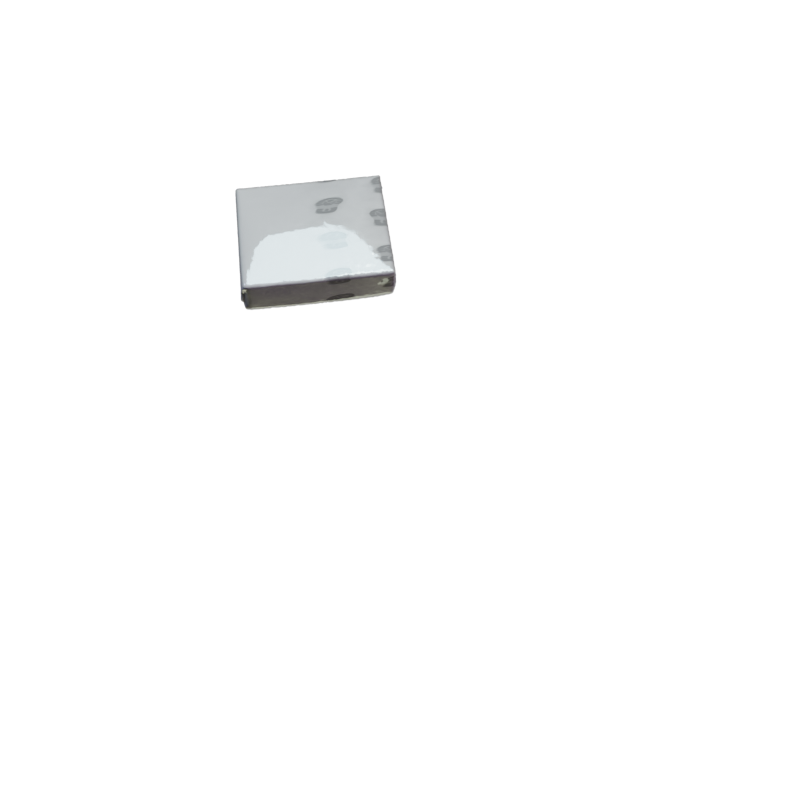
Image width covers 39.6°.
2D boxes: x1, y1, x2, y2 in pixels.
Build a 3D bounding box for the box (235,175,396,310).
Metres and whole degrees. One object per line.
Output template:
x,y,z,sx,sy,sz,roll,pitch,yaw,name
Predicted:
-0.064,-0.117,0.824,0.113,0.096,0.036,-5,-31,-4,box
